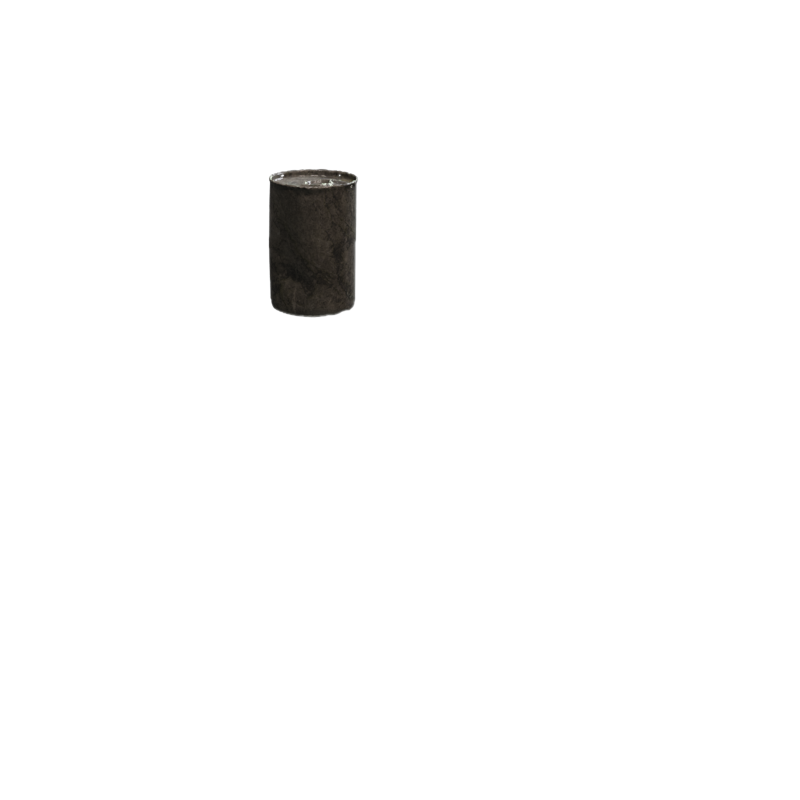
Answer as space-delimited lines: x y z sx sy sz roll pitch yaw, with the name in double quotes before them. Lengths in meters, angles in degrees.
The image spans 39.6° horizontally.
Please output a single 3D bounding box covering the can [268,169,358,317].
"can" -0.067 -0.122 0.856 0.068 0.099 0.071 0 17 -2
